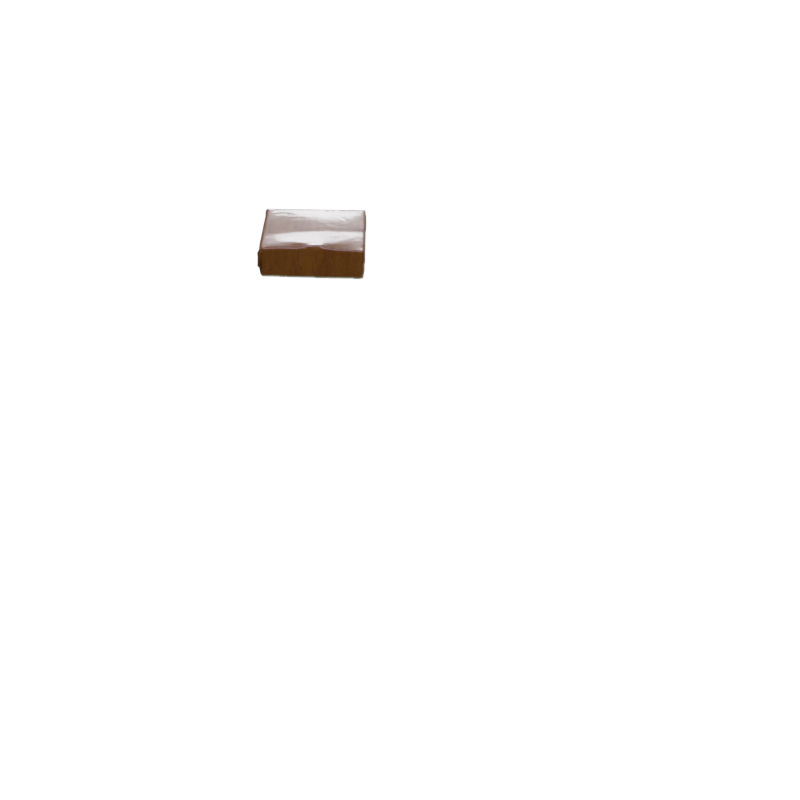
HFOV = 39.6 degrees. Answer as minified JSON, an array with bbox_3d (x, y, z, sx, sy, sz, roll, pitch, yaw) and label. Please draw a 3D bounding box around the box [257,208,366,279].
[{"bbox_3d":[-0.074,-0.135,0.945,0.089,0.028,0.078,1,35,1],"label":"box"}]
